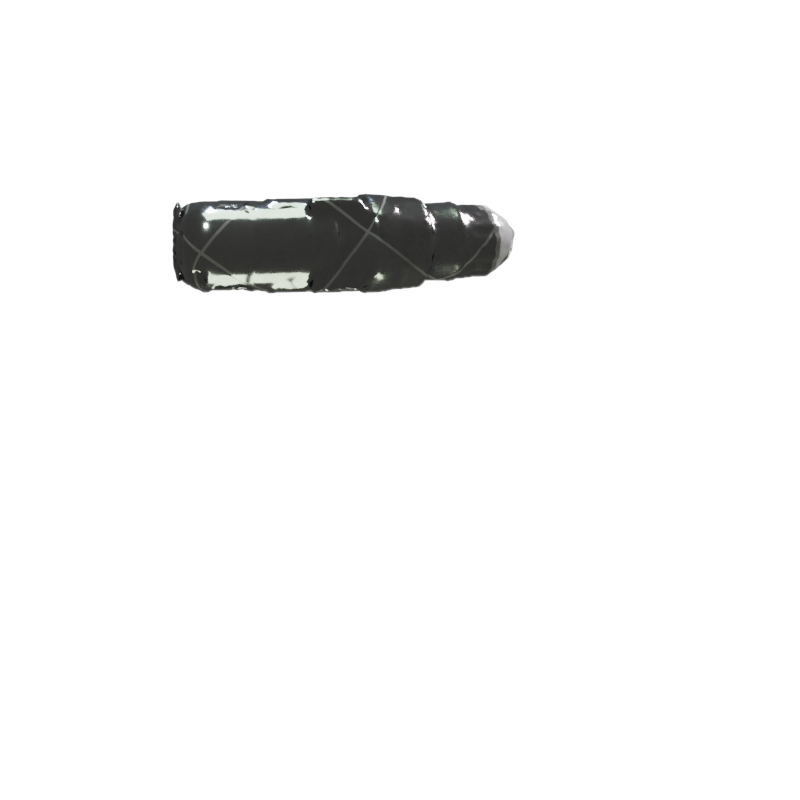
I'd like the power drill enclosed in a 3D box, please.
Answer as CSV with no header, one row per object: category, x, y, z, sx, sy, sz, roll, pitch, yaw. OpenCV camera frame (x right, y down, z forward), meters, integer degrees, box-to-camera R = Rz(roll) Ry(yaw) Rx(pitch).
power drill,-0.051,-0.093,0.652,0.180,0.057,0.193,-2,7,-20
